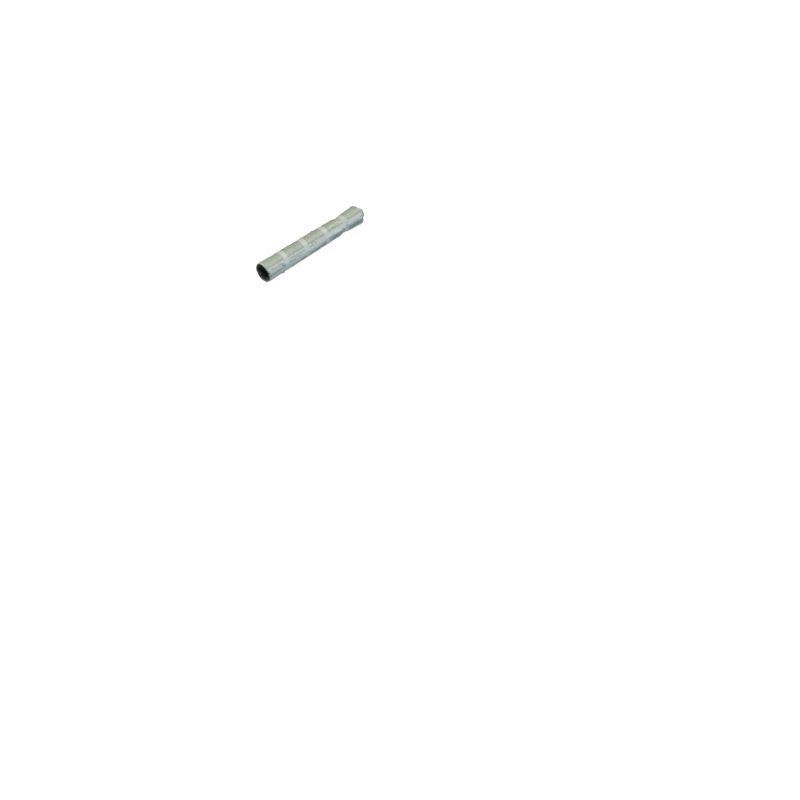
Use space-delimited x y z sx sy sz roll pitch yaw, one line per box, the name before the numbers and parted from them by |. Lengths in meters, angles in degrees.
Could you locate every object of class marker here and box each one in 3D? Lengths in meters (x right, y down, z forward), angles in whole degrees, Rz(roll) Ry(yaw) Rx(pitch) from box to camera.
marker | -0.078 -0.142 0.996 0.122 0.019 0.021 -37 24 -30
